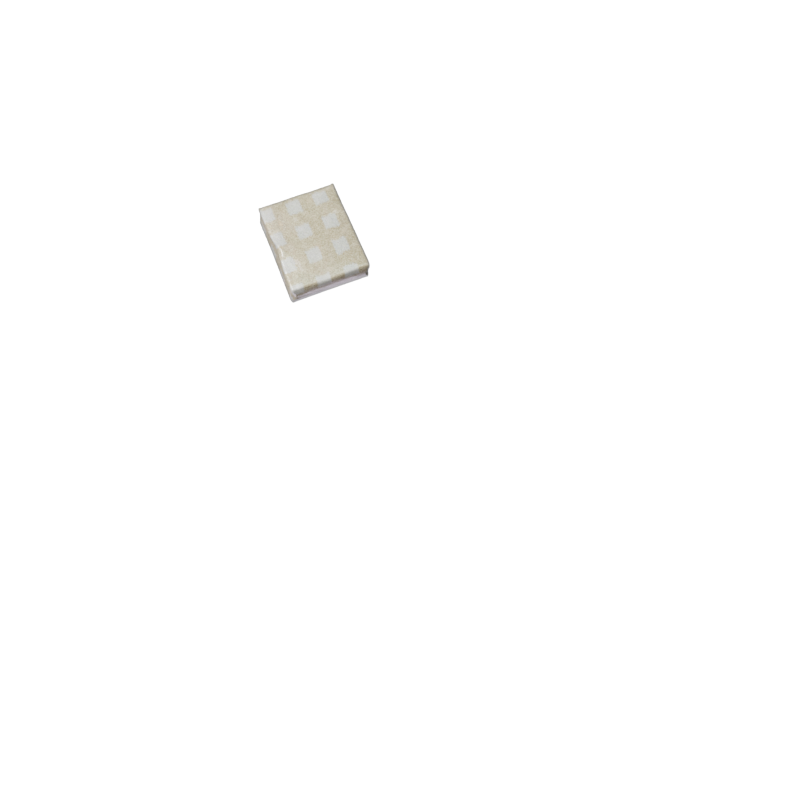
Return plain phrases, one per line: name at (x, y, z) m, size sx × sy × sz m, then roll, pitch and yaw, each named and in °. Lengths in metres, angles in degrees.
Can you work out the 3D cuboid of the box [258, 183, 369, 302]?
box at (-0.077, -0.140, 0.982) m, size 0.073 × 0.095 × 0.029 m, roll -19°, pitch -22°, yaw -9°
